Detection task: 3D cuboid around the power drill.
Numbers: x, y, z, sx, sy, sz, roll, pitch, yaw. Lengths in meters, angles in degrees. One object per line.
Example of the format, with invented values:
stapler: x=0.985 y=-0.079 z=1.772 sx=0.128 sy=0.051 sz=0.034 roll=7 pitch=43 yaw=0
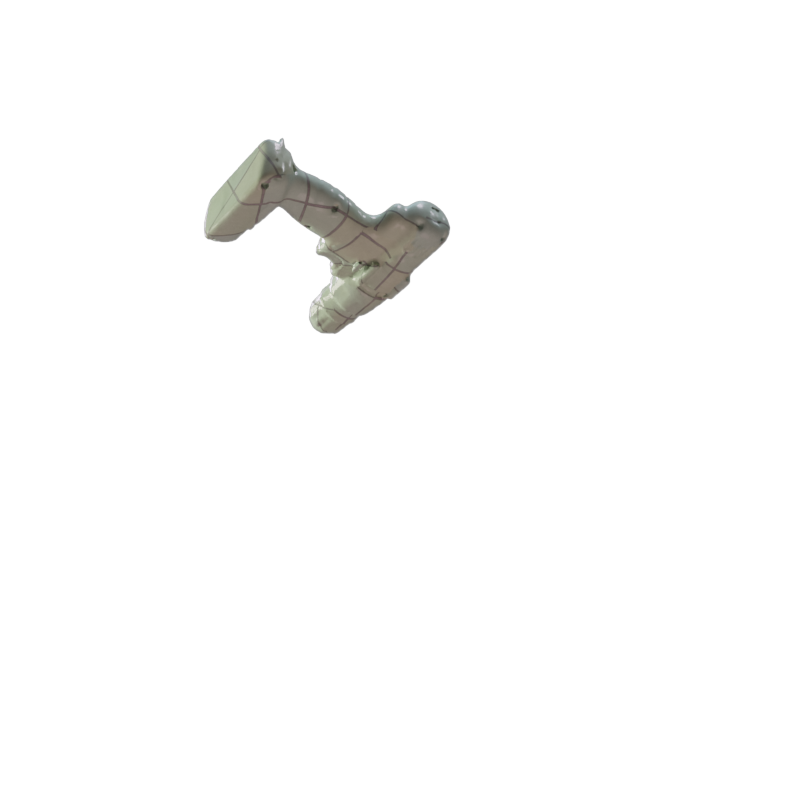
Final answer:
power drill: x=-0.078 y=-0.142 z=0.993 sx=0.178 sy=0.062 sz=0.181 roll=25 pitch=-47 yaw=-27
